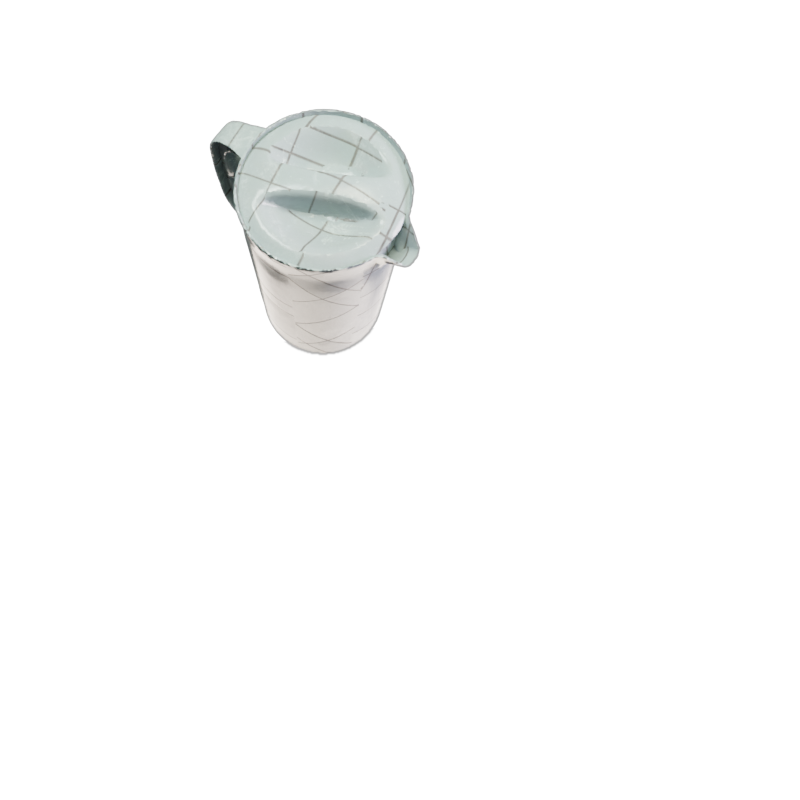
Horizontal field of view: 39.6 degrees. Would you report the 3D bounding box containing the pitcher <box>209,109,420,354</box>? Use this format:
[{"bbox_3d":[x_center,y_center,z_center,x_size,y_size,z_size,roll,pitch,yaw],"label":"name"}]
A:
[{"bbox_3d":[-0.072,-0.131,0.918,0.144,0.157,0.232,-9,-18,-6],"label":"pitcher"}]
